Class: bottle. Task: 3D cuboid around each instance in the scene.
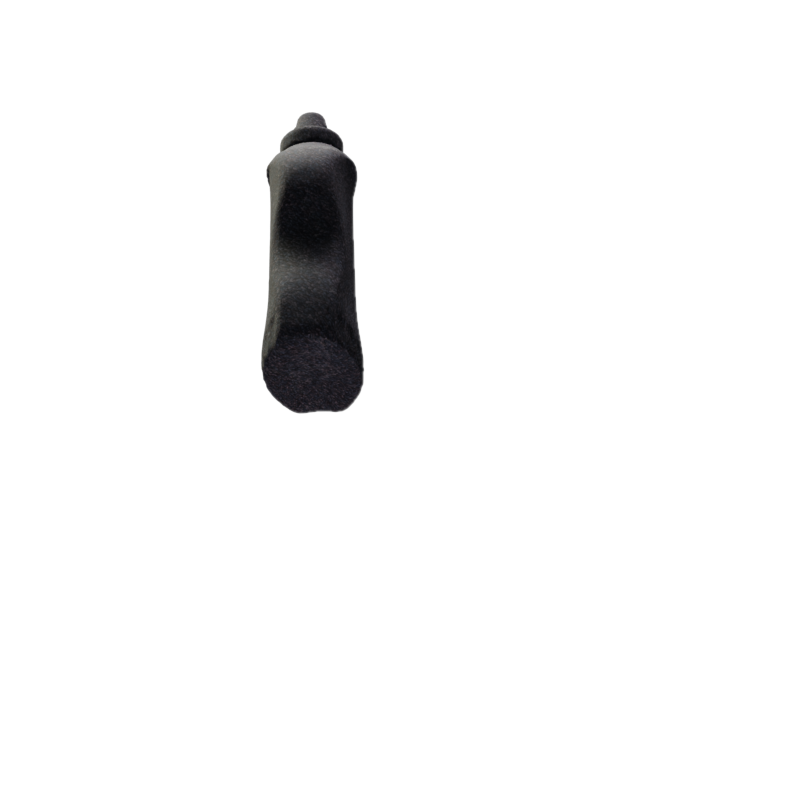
[{"bbox_3d":[-0.053,-0.097,0.676,0.059,0.204,0.090,-4,-30,3],"label":"bottle"}]
